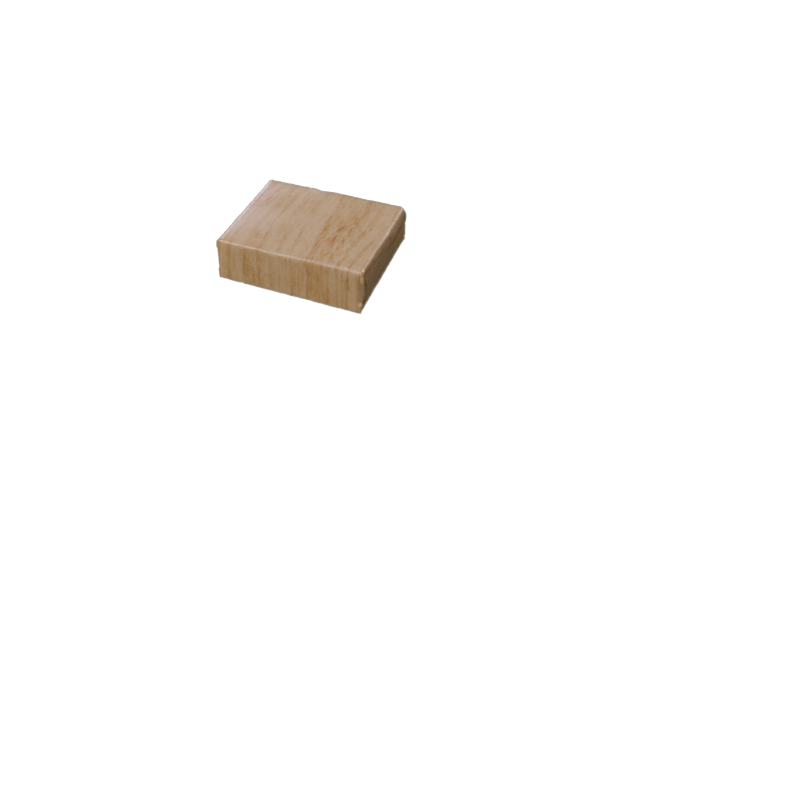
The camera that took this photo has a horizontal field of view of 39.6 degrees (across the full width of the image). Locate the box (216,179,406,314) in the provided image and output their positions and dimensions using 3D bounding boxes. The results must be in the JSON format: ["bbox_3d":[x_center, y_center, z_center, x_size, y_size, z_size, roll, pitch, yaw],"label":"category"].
[{"bbox_3d":[-0.050,-0.091,0.636,0.092,0.028,0.076,14,41,16],"label":"box"}]
